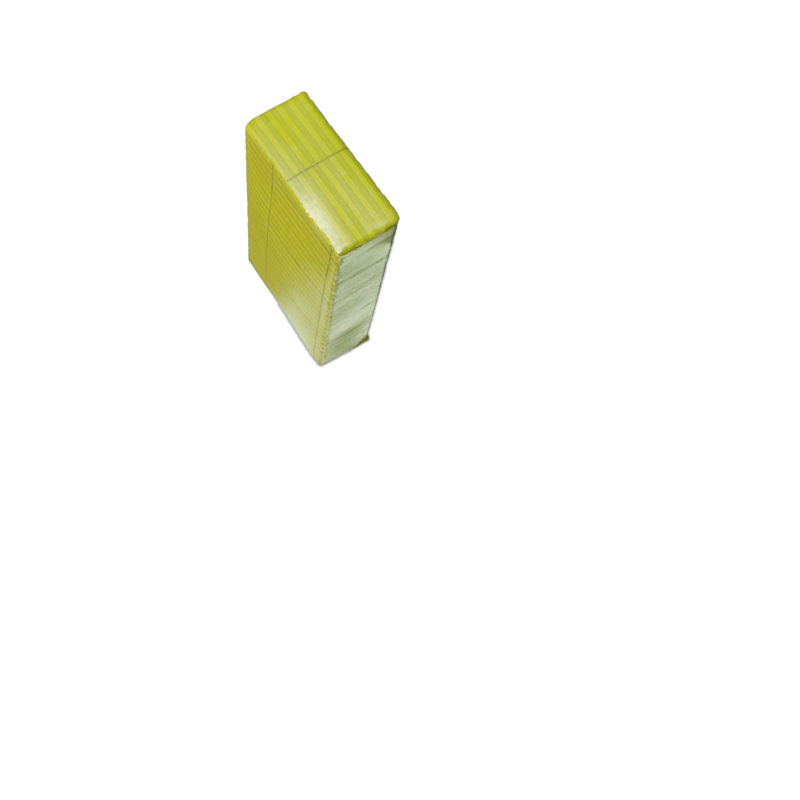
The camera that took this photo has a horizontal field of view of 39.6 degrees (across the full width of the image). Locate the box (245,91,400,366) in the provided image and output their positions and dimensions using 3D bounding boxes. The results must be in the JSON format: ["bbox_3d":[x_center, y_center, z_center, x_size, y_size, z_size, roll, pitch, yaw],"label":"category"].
[{"bbox_3d":[-0.051,-0.092,0.646,0.048,0.098,0.168,-31,-14,-13],"label":"box"}]
